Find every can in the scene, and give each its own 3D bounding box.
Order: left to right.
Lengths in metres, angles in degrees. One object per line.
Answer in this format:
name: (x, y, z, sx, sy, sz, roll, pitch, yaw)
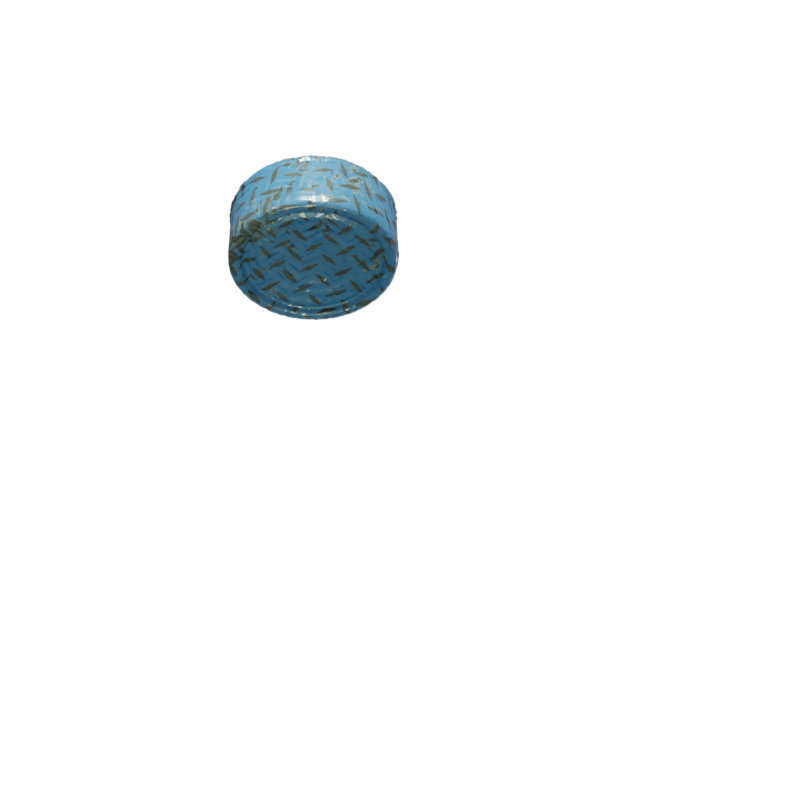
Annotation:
can: (-0.043, -0.079, 0.555, 0.086, 0.036, 0.080, 1, -41, -1)
